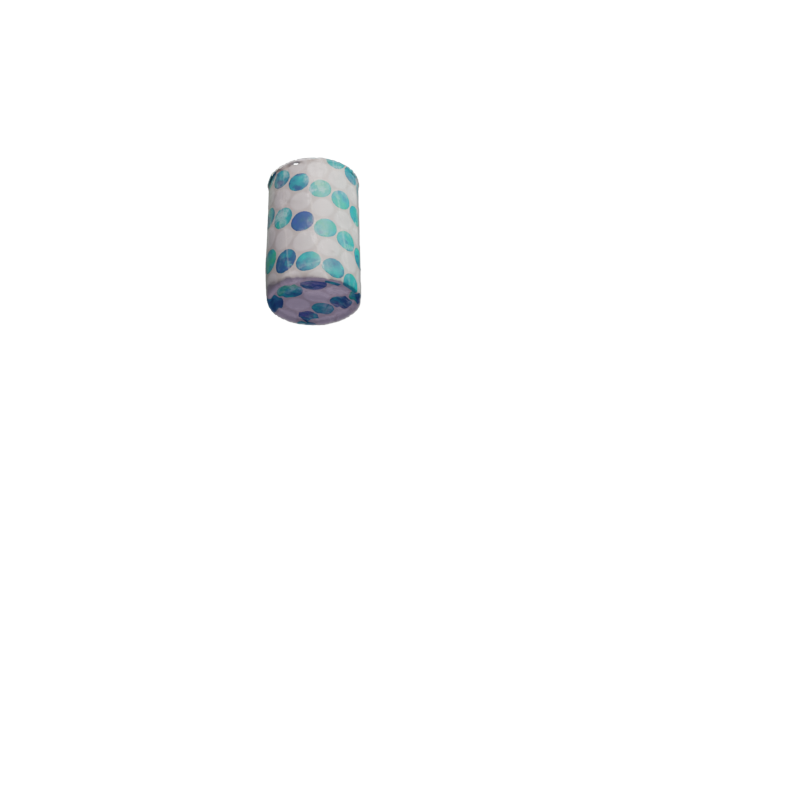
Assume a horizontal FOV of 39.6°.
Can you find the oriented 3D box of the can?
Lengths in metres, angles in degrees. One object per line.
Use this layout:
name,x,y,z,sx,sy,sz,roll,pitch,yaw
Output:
can,-0.062,-0.114,0.796,0.068,0.109,0.064,-1,-31,-2
